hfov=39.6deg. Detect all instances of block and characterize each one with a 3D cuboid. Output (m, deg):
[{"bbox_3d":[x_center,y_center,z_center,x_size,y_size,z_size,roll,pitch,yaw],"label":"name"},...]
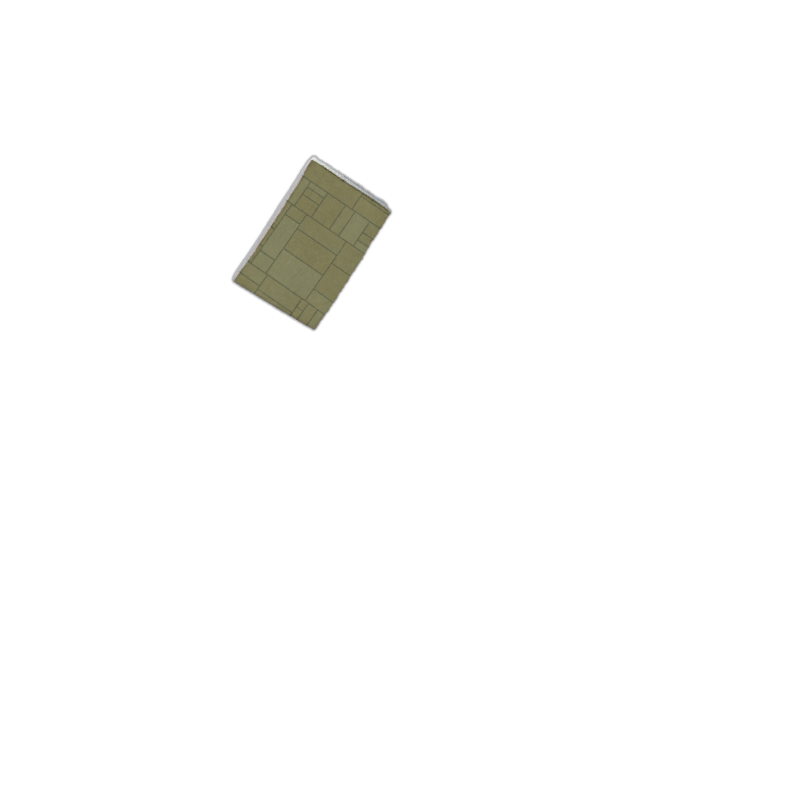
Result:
[{"bbox_3d":[-0.047,-0.086,0.602,0.052,0.077,0.052,33,6,-7],"label":"block"}]
